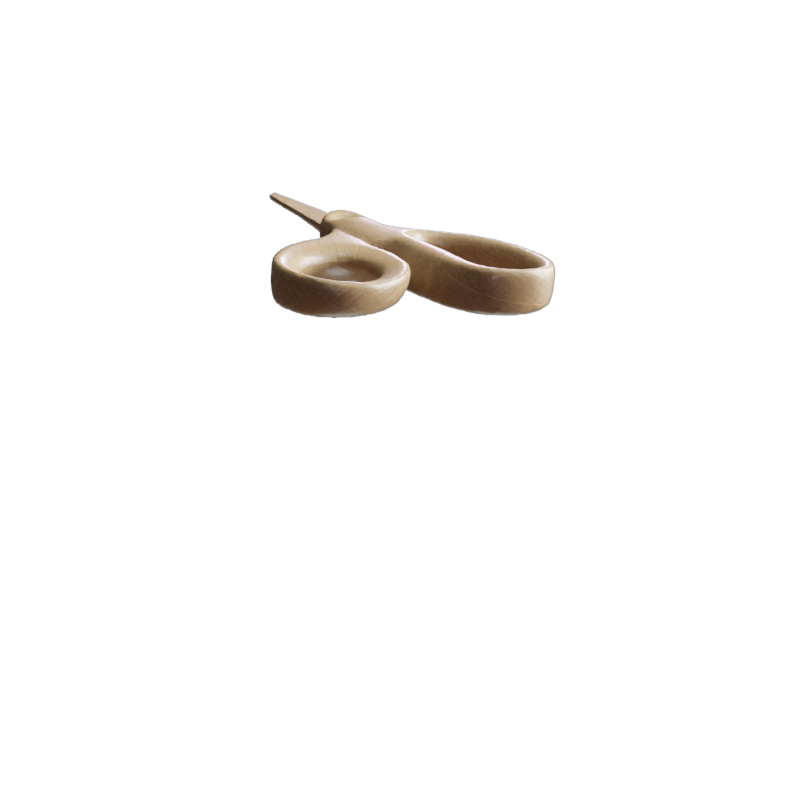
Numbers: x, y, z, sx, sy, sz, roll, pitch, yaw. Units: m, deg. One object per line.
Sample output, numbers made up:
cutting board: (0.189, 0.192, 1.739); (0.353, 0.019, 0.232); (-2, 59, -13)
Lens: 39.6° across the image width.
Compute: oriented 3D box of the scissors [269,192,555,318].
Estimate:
scissors: (-0.032, -0.058, 0.405); (0.094, 0.015, 0.214); (-13, 22, -33)
